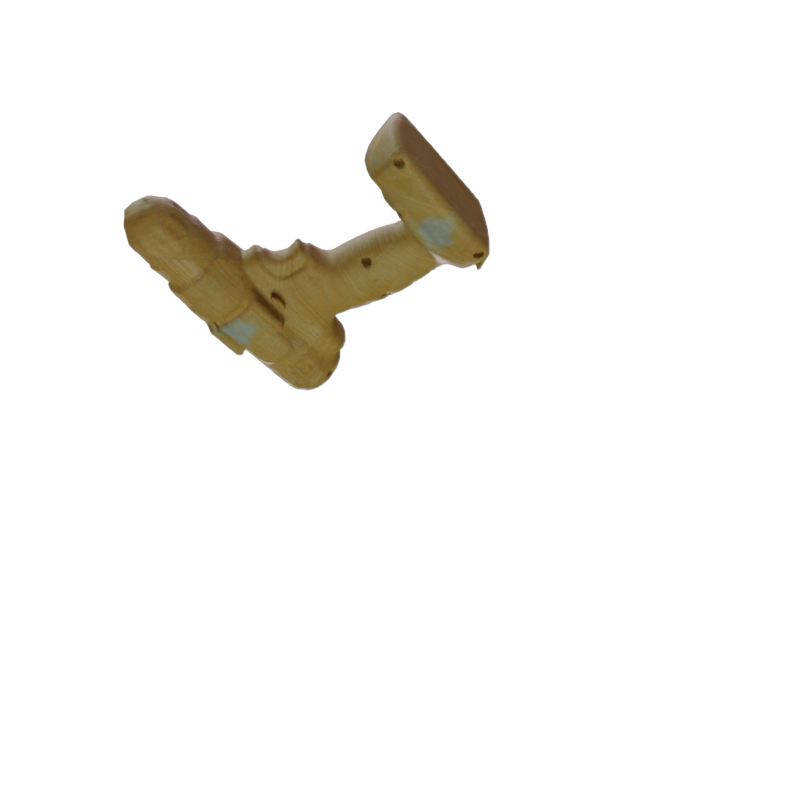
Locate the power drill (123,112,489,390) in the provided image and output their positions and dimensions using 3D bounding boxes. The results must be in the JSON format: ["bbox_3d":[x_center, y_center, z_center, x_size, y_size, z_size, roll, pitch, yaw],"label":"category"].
[{"bbox_3d":[-0.055,-0.099,0.696,0.187,0.062,0.172,-29,-52,25],"label":"power drill"}]
